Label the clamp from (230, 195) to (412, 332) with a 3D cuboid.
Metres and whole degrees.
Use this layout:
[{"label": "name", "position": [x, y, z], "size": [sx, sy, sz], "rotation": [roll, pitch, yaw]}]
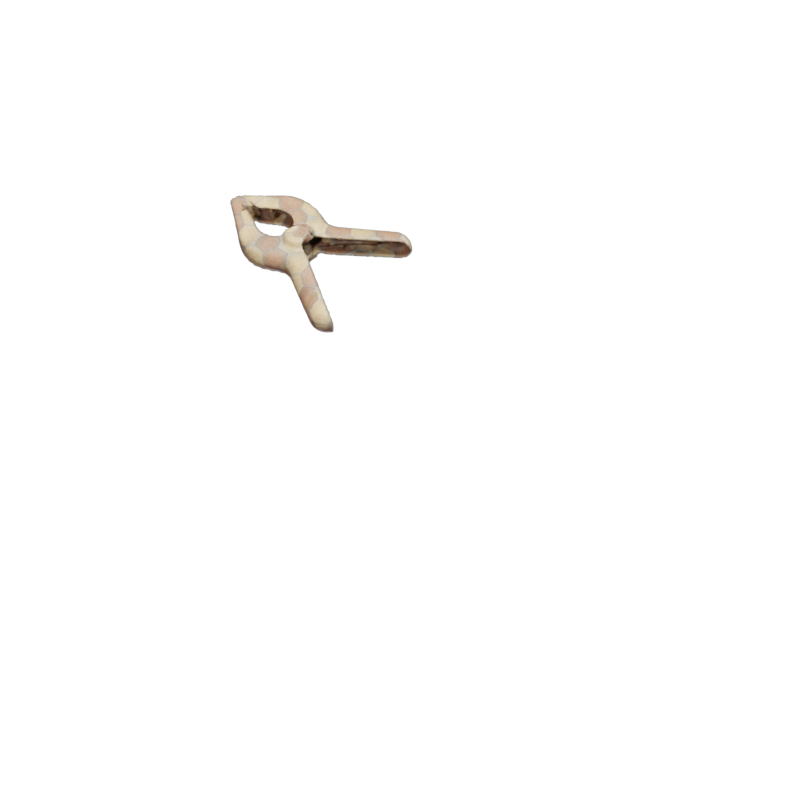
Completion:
[{"label": "clamp", "position": [-0.078, -0.142, 0.992], "size": [0.121, 0.036, 0.183], "rotation": [-34, 58, -25]}]
